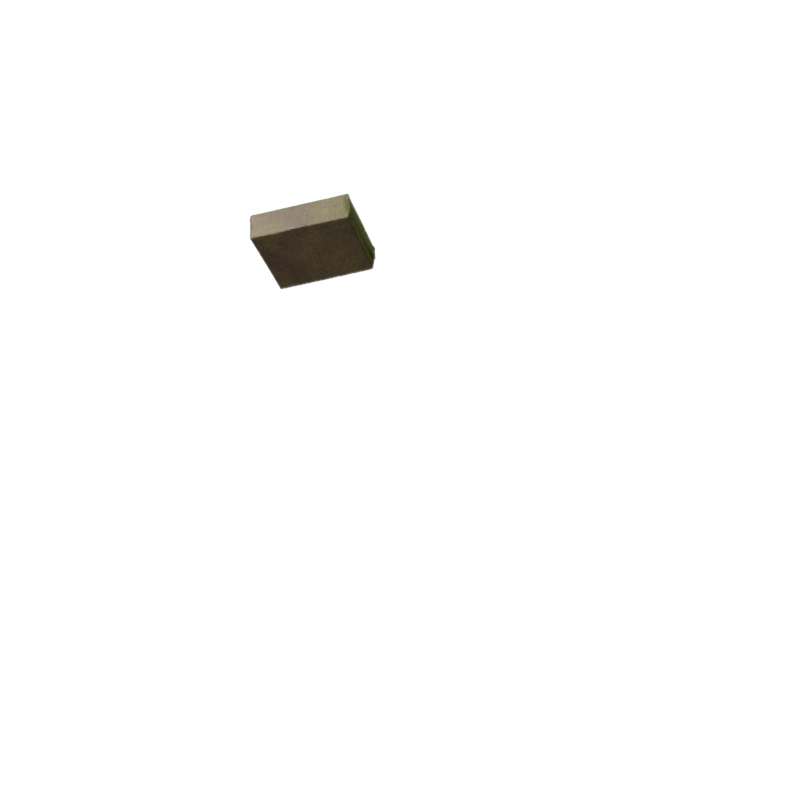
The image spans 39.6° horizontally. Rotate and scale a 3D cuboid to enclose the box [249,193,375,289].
[{"bbox_3d":[-0.073,-0.134,0.940,0.090,0.032,0.067,-11,-37,15],"label":"box"}]
